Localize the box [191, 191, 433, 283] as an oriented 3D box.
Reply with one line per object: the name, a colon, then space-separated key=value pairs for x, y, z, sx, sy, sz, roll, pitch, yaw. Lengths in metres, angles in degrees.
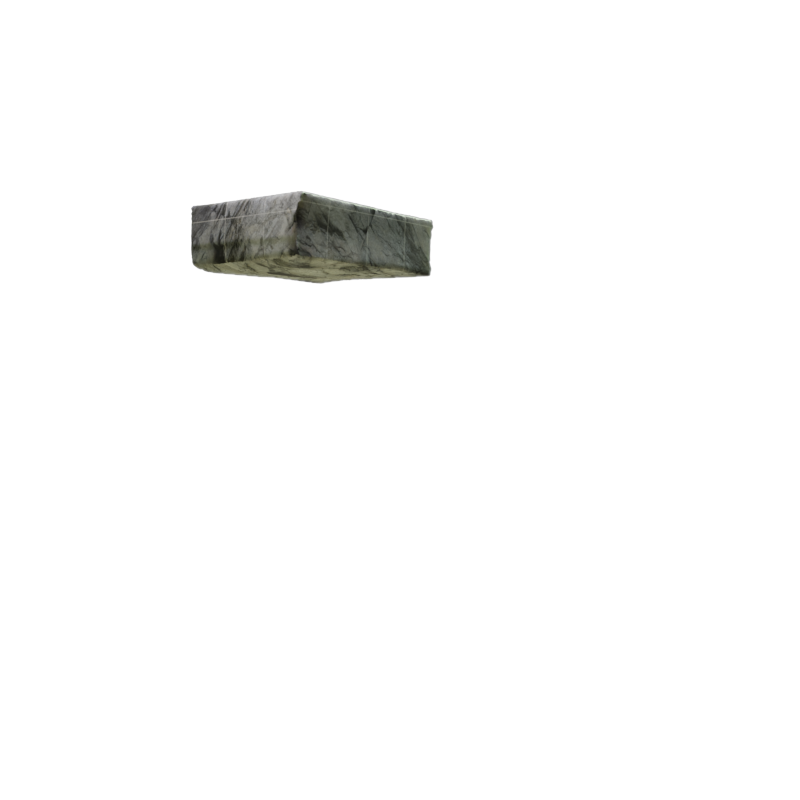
box: x=-0.050 y=-0.091 z=0.636 sx=0.093 sy=0.039 sz=0.109 roll=0 pitch=0 yaw=42
